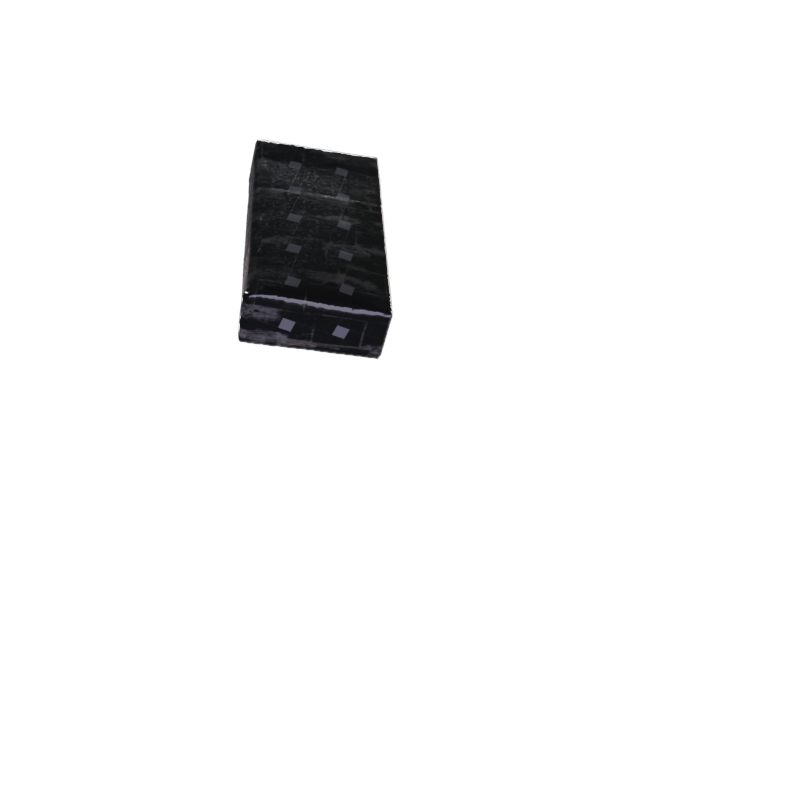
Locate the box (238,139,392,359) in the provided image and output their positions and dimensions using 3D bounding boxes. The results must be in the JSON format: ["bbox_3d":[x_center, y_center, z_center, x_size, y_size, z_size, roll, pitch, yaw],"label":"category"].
[{"bbox_3d":[-0.058,-0.106,0.748,0.092,0.045,0.189,7,39,-9],"label":"box"}]
